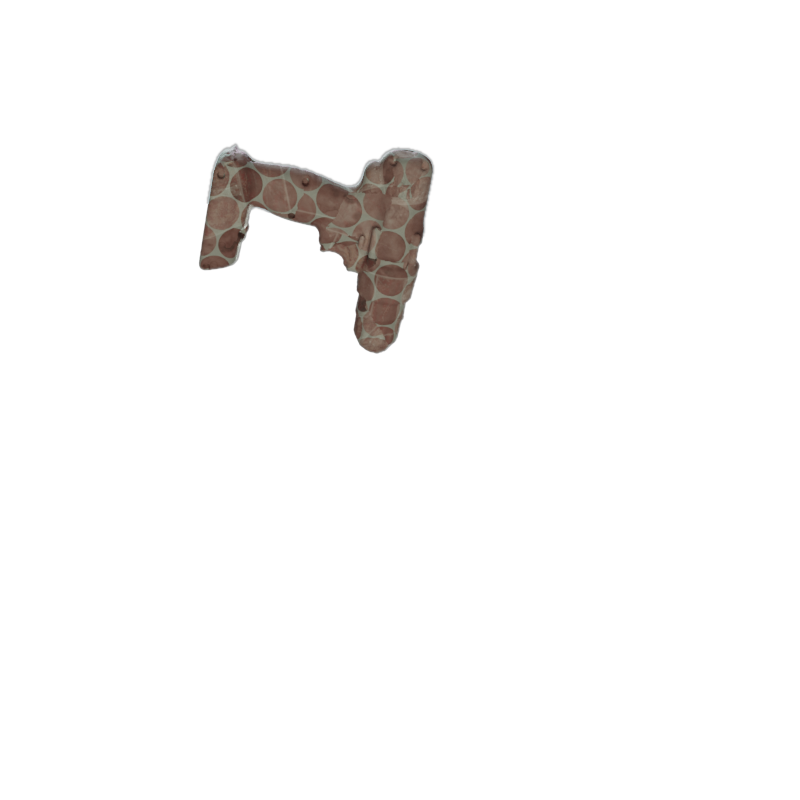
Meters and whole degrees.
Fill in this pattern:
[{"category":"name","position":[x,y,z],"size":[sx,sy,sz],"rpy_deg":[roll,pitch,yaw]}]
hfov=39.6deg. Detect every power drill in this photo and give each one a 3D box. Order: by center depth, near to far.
[{"category":"power drill","position":[-0.075,-0.136,0.952],"size":[0.186,0.177,0.060],"rpy_deg":[9,19,-4]}]
